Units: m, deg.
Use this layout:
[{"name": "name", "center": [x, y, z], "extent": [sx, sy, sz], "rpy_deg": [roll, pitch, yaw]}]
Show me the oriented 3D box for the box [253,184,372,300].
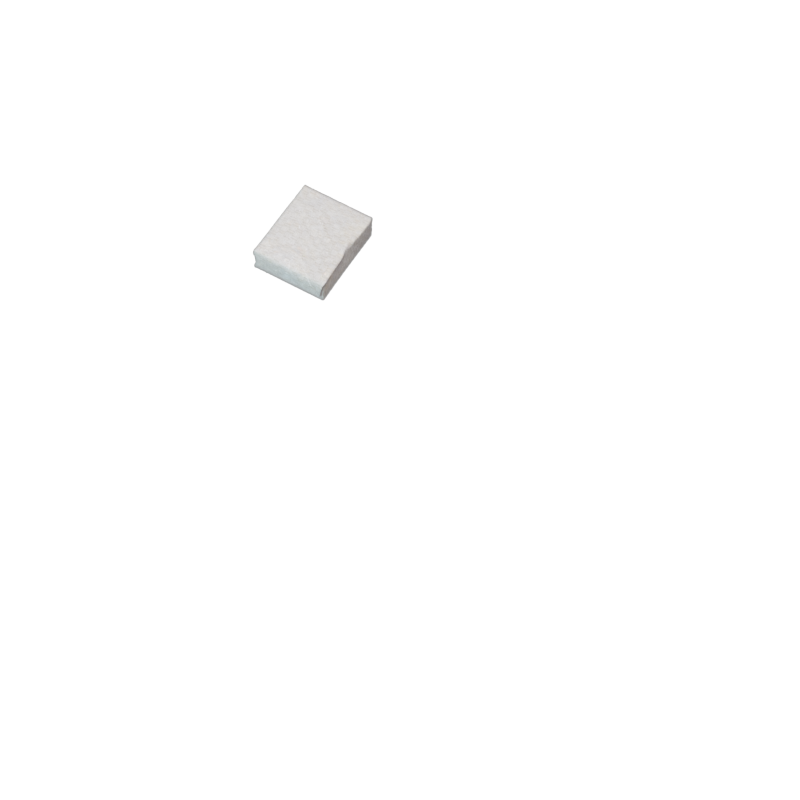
[{"name": "box", "center": [-0.077, -0.141, 0.988], "extent": [0.076, 0.092, 0.028], "rpy_deg": [26, -30, 16]}]
